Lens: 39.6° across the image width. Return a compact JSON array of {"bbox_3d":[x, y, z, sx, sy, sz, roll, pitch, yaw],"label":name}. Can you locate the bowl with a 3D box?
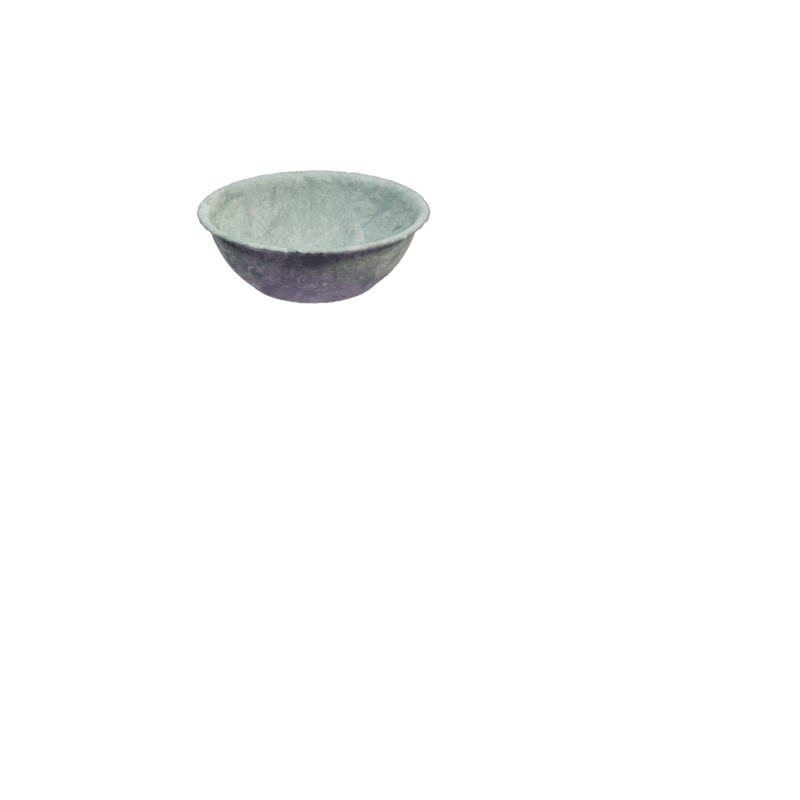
[{"bbox_3d":[-0.061,-0.111,0.779,0.162,0.052,0.171,-1,28,-2],"label":"bowl"}]
